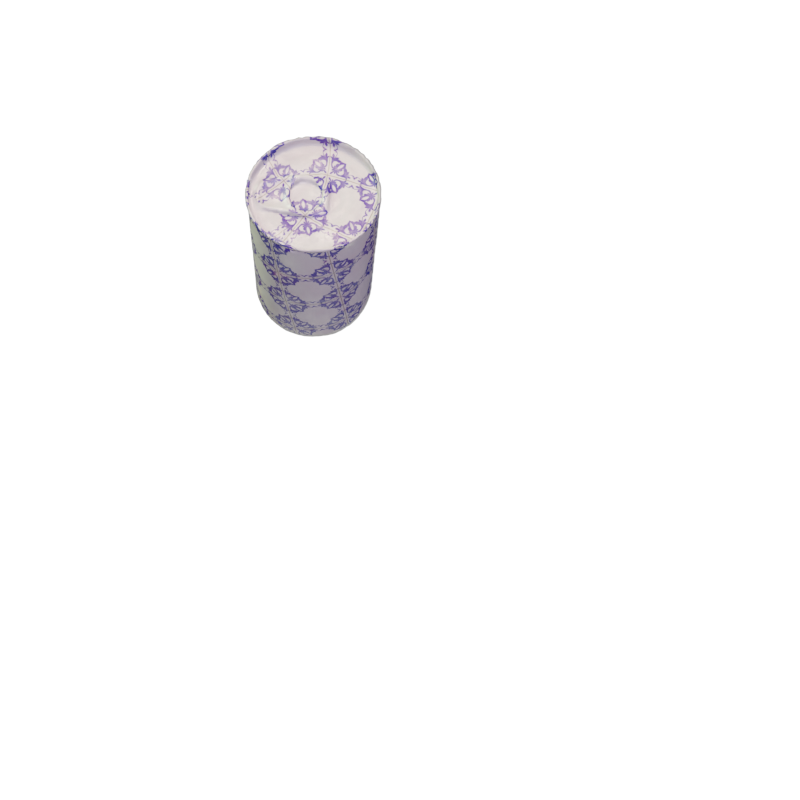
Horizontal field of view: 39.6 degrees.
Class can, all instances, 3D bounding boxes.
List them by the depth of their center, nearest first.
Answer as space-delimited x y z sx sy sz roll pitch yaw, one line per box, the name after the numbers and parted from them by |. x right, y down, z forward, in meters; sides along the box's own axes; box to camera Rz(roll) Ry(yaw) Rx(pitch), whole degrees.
-0.046 -0.085 0.593 0.068 0.073 0.097 0 -25 -3 | can
